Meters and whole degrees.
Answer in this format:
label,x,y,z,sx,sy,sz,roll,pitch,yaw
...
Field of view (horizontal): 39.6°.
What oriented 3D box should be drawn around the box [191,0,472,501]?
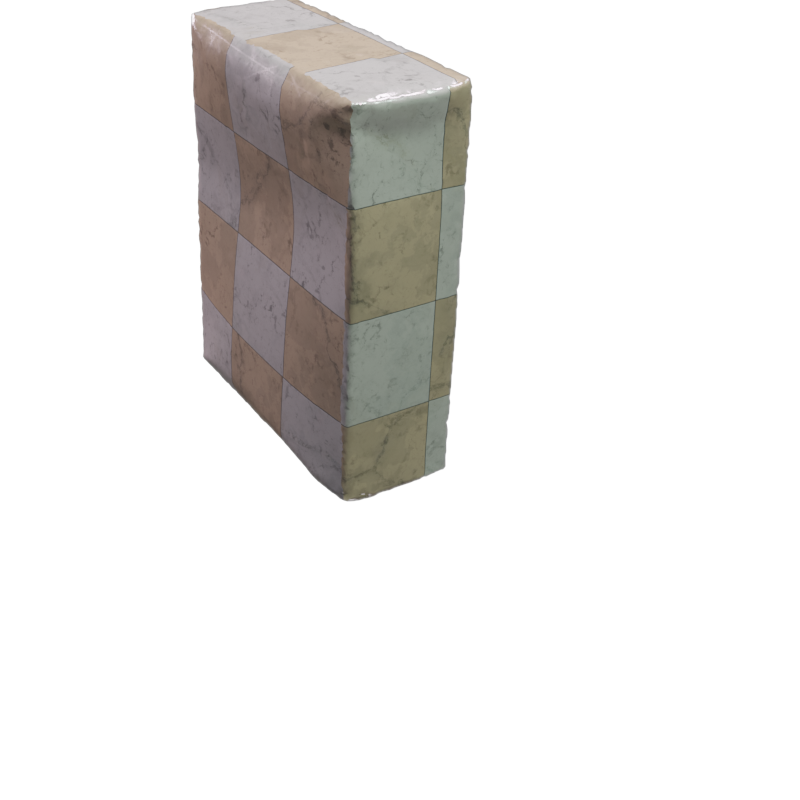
label,x,y,z,sx,sy,sz,roll,pitch,yaw
box,-0.045,-0.082,0.573,0.071,0.201,0.177,-16,34,-29
